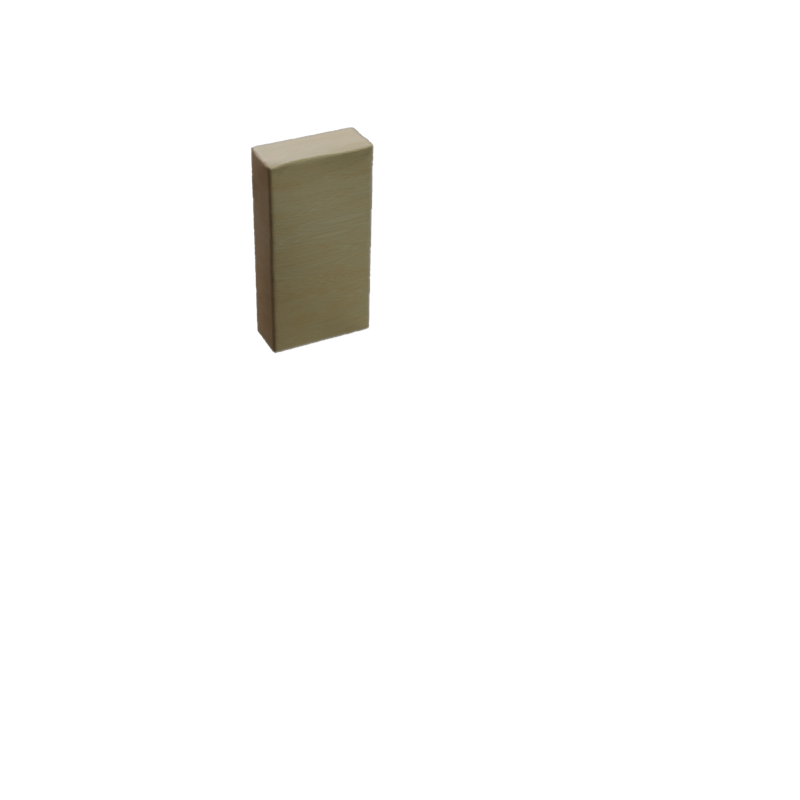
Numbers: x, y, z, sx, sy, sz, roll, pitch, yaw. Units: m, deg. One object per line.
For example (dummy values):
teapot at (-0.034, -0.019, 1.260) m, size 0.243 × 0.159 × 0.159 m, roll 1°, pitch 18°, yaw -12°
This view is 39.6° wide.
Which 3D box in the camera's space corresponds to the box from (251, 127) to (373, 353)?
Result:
box at (-0.072, -0.130, 0.913) m, size 0.092 × 0.165 × 0.052 m, roll -15°, pitch 39°, yaw -23°
